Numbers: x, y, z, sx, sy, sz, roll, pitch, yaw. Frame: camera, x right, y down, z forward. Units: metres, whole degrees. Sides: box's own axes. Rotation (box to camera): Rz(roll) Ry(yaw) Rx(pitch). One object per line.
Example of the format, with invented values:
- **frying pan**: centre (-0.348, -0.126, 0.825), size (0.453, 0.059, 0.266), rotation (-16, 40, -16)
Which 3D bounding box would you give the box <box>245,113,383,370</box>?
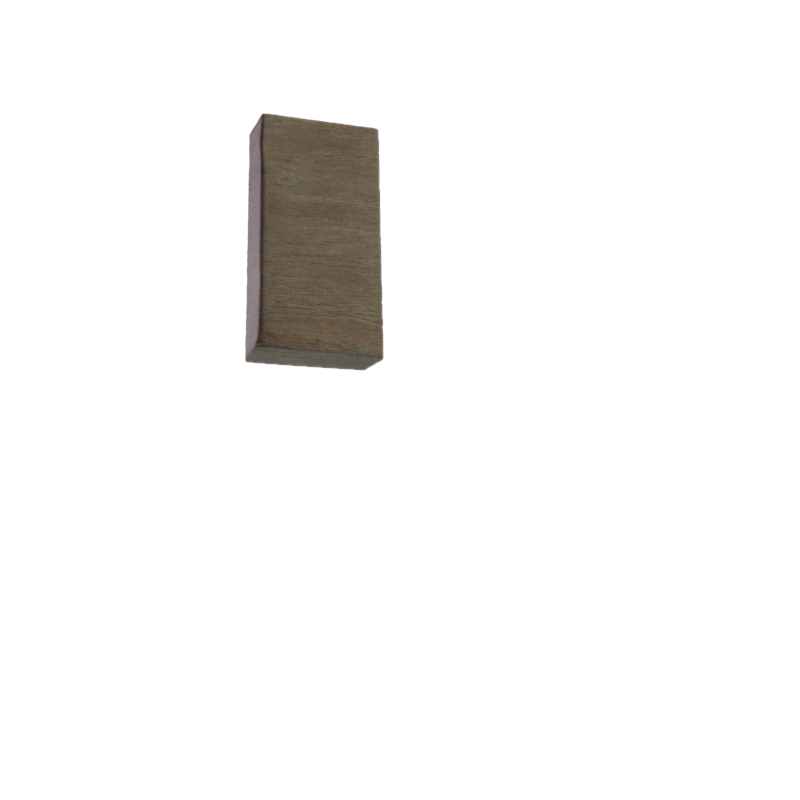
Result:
- **box**: centre (-0.062, -0.114, 0.799), size (0.091, 0.185, 0.047), rotation (5, -21, -18)
